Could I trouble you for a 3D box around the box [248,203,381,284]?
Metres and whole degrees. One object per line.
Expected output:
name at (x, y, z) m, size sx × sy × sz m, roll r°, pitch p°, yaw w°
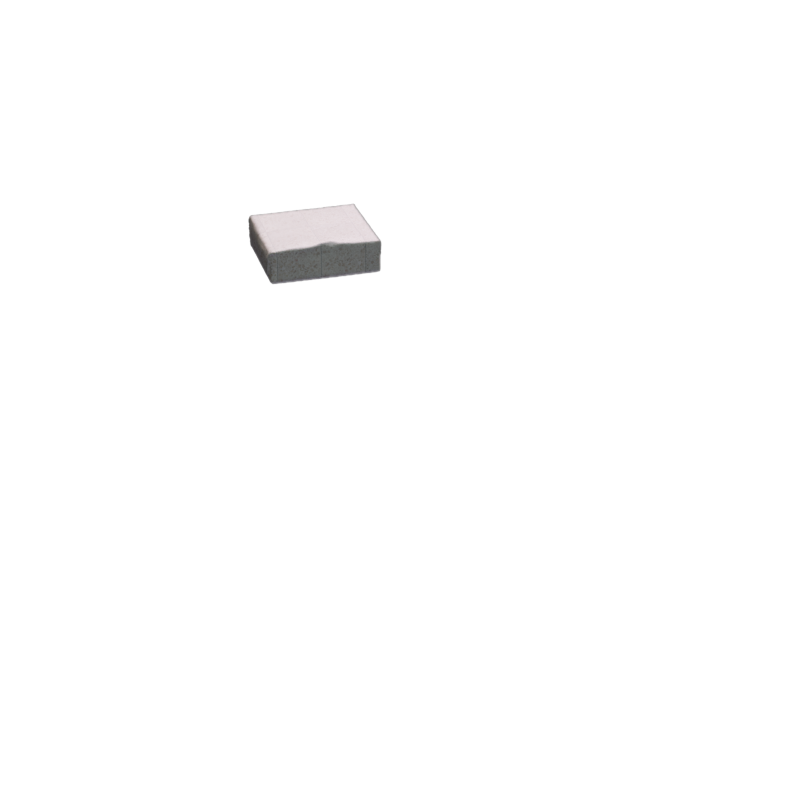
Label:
box at (-0.067, -0.122, 0.855) m, size 0.088 × 0.028 × 0.078 m, roll -8°, pitch 32°, yaw -14°
